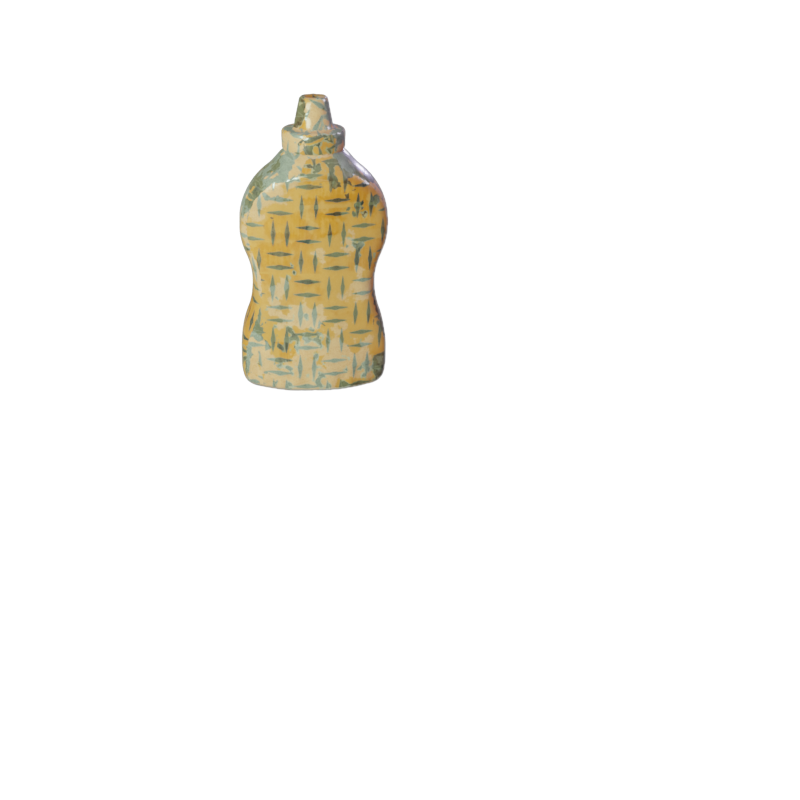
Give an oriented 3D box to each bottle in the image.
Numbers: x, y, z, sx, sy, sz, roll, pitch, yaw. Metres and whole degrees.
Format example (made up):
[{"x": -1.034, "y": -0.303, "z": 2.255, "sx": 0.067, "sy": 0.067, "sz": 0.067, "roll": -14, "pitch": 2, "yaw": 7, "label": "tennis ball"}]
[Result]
[{"x": -0.057, "y": -0.103, "z": 0.724, "sx": 0.096, "sy": 0.183, "sz": 0.061, "roll": 0, "pitch": 20, "yaw": -3, "label": "bottle"}]
